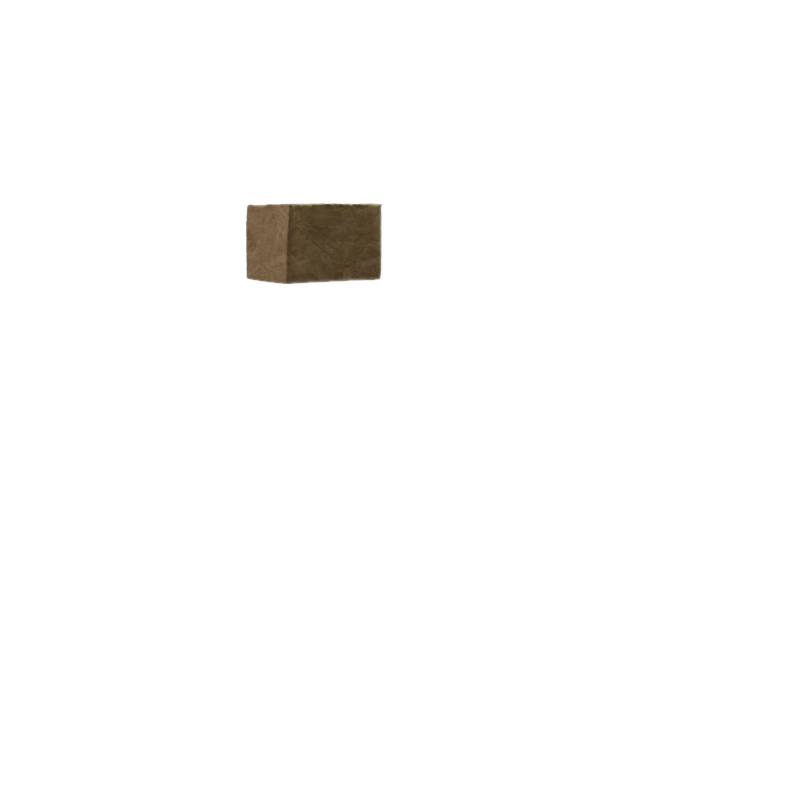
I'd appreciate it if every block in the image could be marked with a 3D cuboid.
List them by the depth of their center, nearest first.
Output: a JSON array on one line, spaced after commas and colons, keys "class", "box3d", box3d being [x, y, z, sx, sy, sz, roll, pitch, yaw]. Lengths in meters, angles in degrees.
[{"class": "block", "box3d": [-0.058, -0.106, 0.740, 0.075, 0.051, 0.055, -6, 9, -38]}]
